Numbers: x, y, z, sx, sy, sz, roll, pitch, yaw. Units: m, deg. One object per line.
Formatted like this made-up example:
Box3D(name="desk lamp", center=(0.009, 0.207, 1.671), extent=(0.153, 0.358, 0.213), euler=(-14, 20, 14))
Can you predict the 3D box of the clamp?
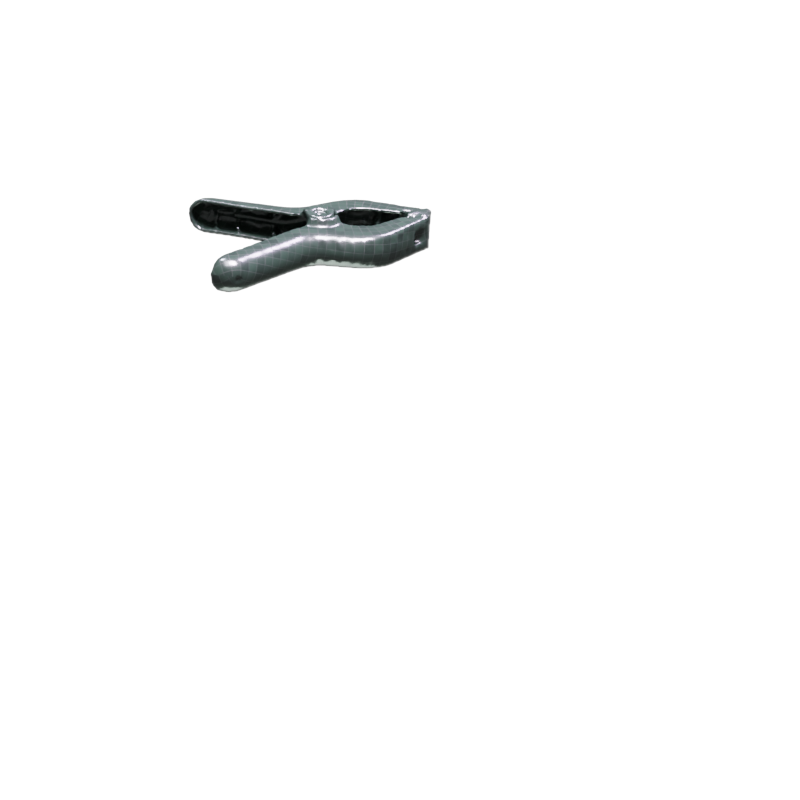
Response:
Box3D(name="clamp", center=(-0.060, -0.109, 0.760), extent=(0.170, 0.037, 0.129), euler=(-3, 36, -5))
